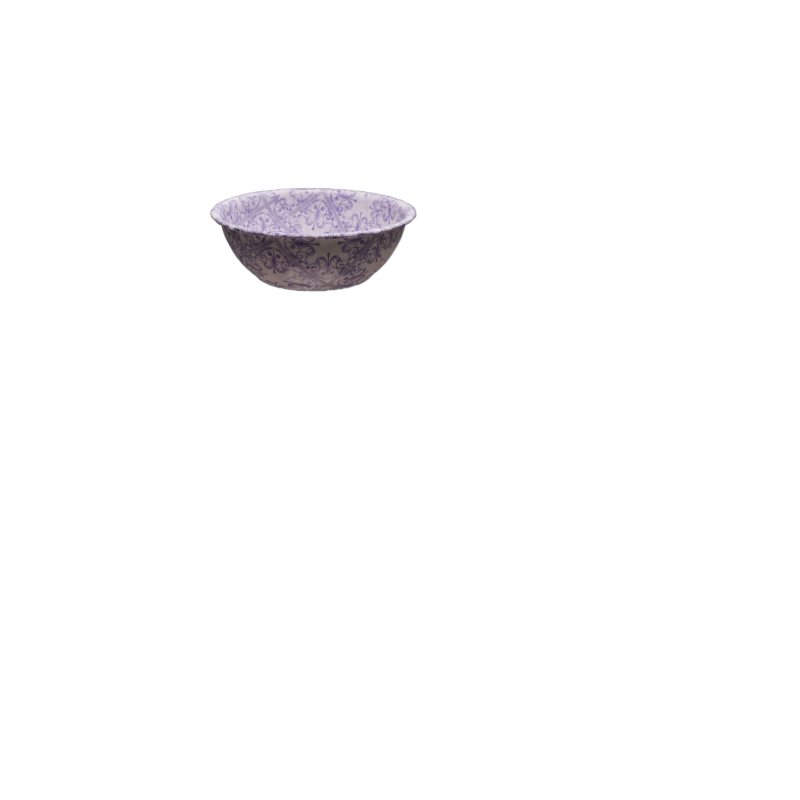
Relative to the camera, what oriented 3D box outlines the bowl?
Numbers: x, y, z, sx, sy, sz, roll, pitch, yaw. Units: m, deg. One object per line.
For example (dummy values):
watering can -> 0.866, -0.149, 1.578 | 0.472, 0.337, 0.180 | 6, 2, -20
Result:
bowl -> -0.069, -0.125, 0.877 | 0.162, 0.053, 0.170 | -1, 22, -2
